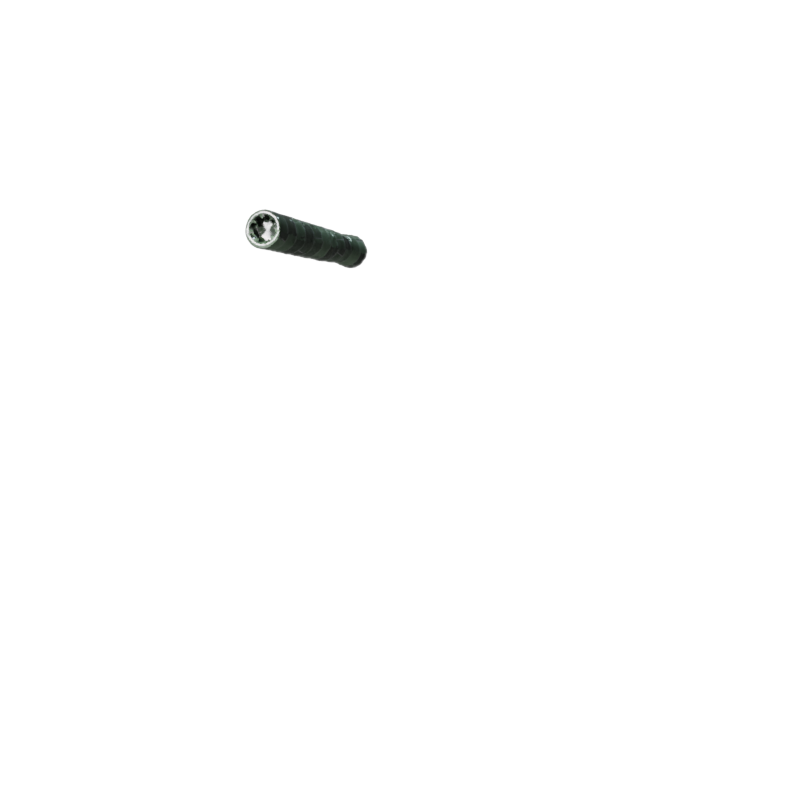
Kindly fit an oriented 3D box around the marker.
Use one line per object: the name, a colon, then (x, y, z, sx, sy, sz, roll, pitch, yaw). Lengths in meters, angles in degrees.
marker: (-0.045, -0.083, 0.578, 0.020, 0.020, 0.117, 2, 2, 20)
